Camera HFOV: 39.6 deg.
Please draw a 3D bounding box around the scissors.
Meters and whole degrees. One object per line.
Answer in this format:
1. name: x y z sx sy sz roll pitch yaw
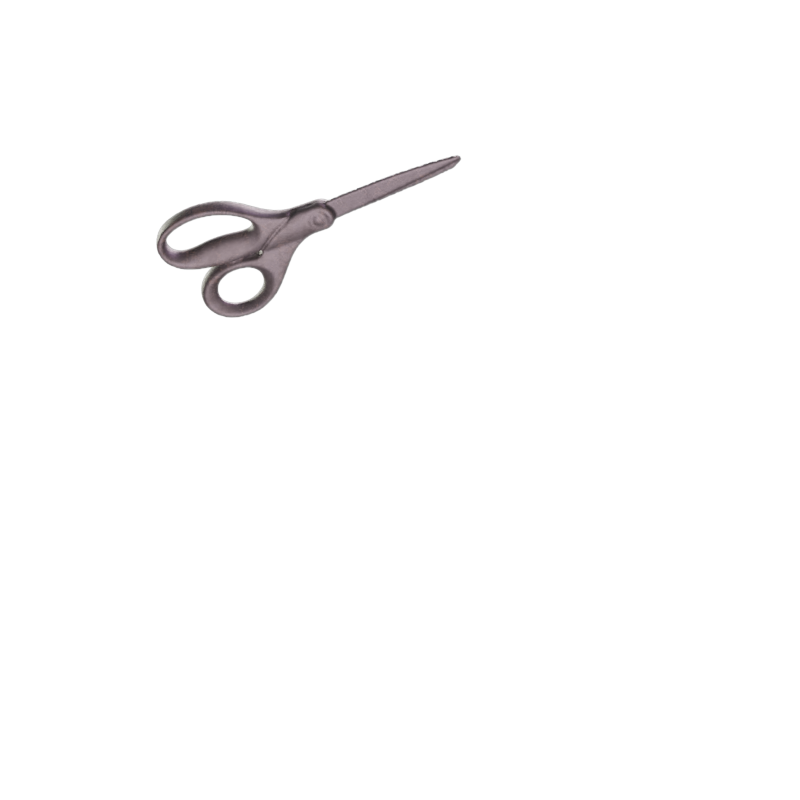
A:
1. scissors: -0.056 -0.103 0.721 0.203 0.089 0.017 -7 37 5
